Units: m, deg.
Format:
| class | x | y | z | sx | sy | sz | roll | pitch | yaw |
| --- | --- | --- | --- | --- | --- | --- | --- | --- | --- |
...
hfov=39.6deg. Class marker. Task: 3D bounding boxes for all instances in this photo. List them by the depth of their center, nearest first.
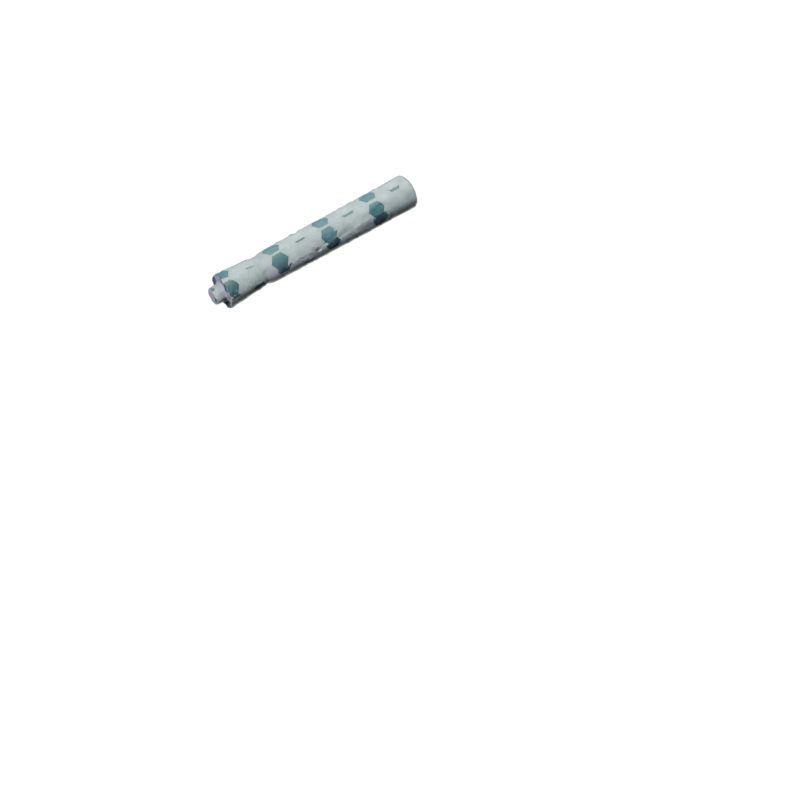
| class | x | y | z | sx | sy | sz | roll | pitch | yaw |
| --- | --- | --- | --- | --- | --- | --- | --- | --- | --- |
| marker | -0.044 | -0.080 | 0.563 | 0.121 | 0.019 | 0.020 | -32 | 17 | -21 |
